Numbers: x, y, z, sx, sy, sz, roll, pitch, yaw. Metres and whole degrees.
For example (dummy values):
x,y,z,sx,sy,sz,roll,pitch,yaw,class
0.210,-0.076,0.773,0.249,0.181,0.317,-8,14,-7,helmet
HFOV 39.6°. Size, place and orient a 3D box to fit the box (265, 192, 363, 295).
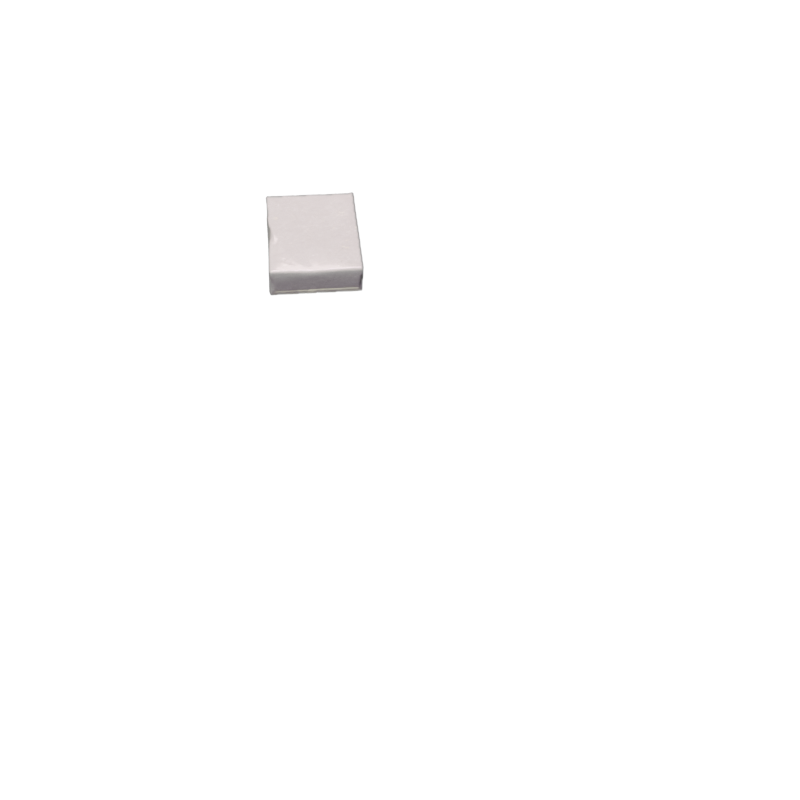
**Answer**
x,y,z,sx,sy,sz,roll,pitch,yaw,class
-0.069,-0.126,0.885,0.073,0.096,0.028,-3,-40,-3,box
